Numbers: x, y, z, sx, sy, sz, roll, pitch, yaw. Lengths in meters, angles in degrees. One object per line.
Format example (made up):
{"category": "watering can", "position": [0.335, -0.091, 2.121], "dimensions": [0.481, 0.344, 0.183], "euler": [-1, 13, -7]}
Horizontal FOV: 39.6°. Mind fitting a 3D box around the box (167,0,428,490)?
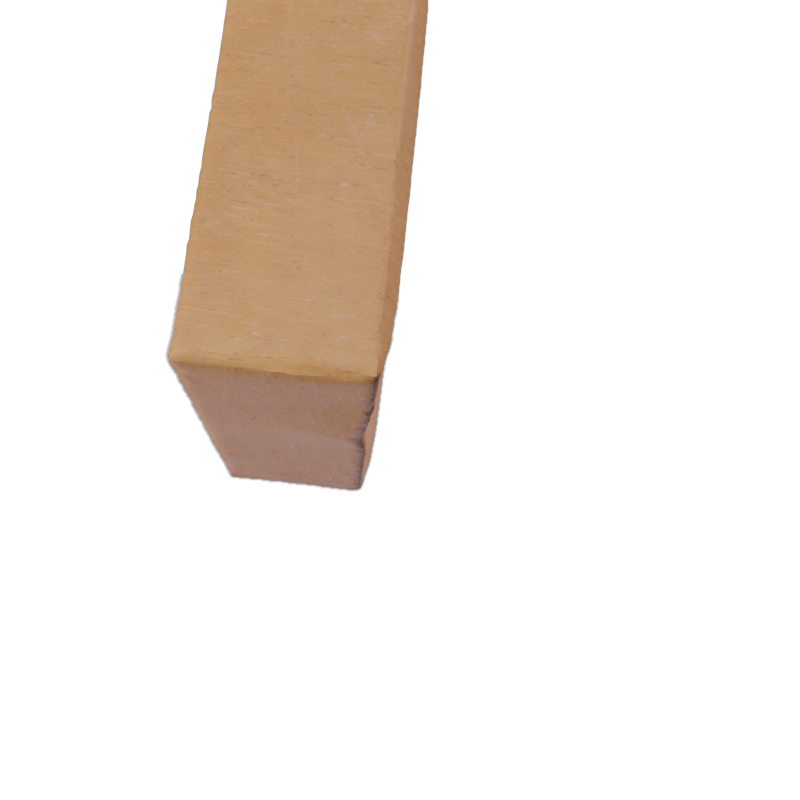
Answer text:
{"category": "box", "position": [-0.035, -0.063, 0.442], "dimensions": [0.072, 0.171, 0.205], "euler": [6, -16, -3]}
